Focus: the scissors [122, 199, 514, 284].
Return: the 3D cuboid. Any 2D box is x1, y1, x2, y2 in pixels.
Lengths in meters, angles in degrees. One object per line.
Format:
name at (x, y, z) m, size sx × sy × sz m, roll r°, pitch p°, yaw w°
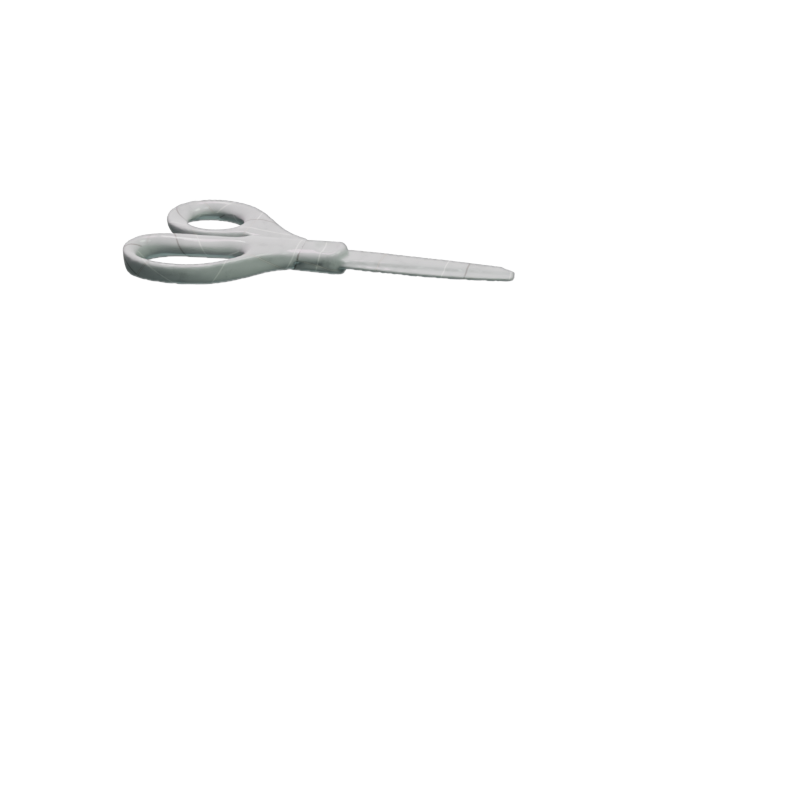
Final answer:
scissors at (-0.047, -0.086, 0.602) m, size 0.201 × 0.015 × 0.102 m, roll -2°, pitch 32°, yaw -3°
